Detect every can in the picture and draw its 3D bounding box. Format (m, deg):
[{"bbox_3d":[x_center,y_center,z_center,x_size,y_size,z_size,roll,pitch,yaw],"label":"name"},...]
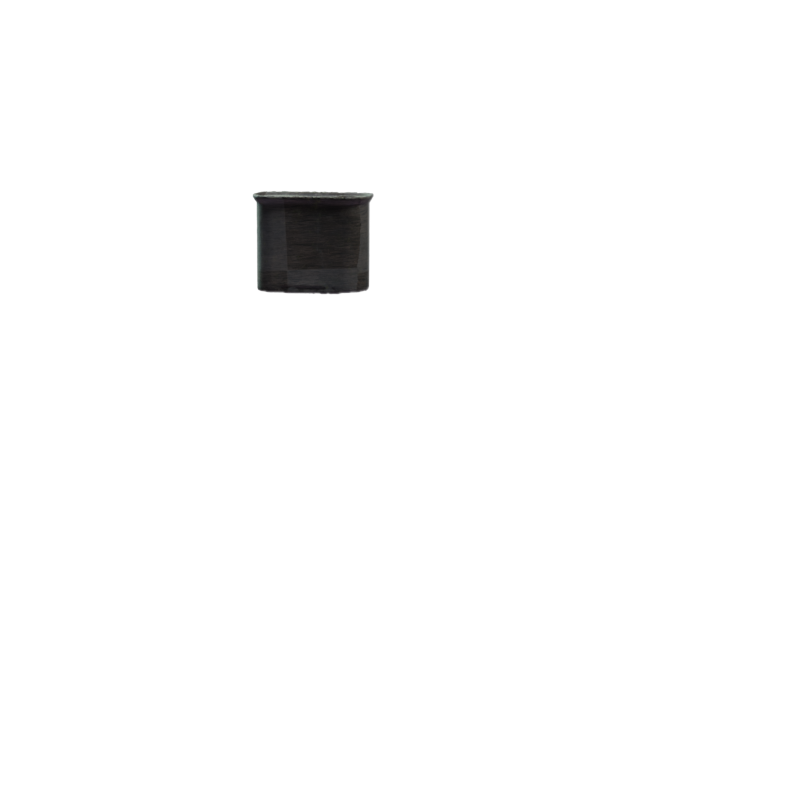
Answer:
[{"bbox_3d":[-0.075,-0.137,0.959,0.103,0.082,0.058,2,9,9],"label":"can"}]
